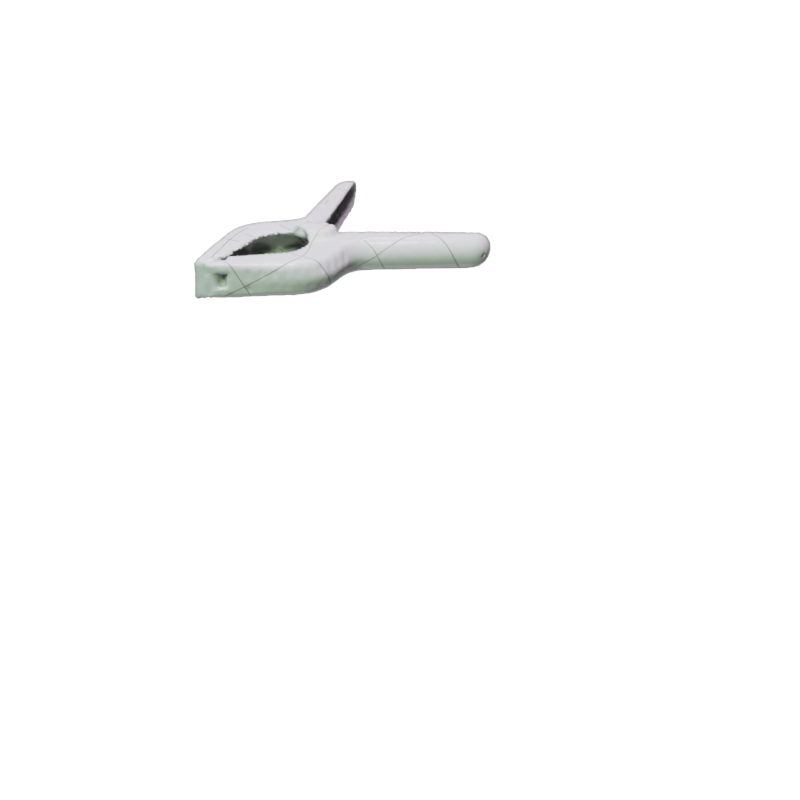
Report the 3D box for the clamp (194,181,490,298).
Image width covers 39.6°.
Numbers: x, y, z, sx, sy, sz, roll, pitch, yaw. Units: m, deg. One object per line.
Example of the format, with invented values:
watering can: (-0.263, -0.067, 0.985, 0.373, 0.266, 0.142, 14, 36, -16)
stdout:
clamp: (-0.064, -0.116, 0.814, 0.206, 0.034, 0.176, -17, 32, -29)
